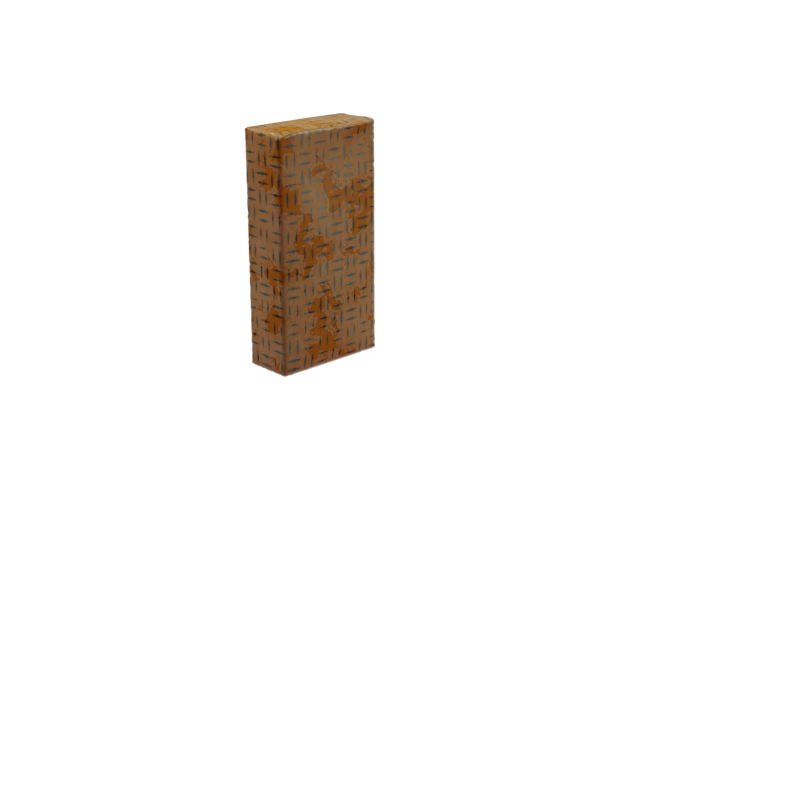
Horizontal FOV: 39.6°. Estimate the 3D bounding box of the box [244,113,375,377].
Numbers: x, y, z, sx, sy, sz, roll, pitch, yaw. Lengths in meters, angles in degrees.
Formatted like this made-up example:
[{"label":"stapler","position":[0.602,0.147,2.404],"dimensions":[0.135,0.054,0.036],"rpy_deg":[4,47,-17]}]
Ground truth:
[{"label":"box","position":[-0.063,-0.115,0.805],"dimensions":[0.092,0.169,0.051],"rpy_deg":[-17,26,-41]}]
